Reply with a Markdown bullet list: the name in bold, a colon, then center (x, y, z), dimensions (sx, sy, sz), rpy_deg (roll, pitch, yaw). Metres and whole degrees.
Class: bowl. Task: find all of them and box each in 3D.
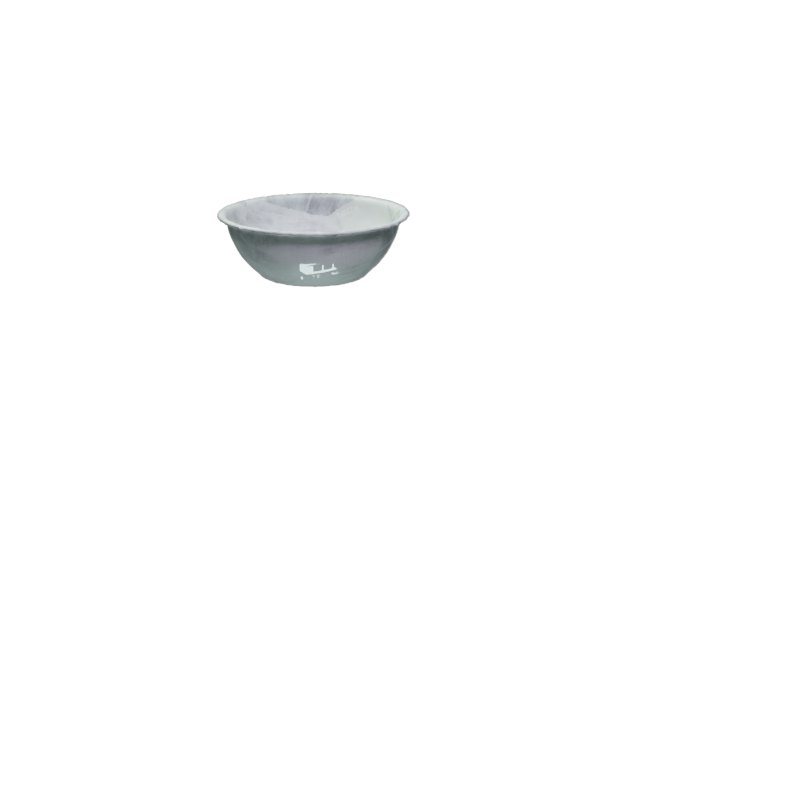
- **bowl**: center (-0.073, -0.134, 0.938), dimensions (0.162, 0.053, 0.169), rpy_deg (-1, 20, -2)
